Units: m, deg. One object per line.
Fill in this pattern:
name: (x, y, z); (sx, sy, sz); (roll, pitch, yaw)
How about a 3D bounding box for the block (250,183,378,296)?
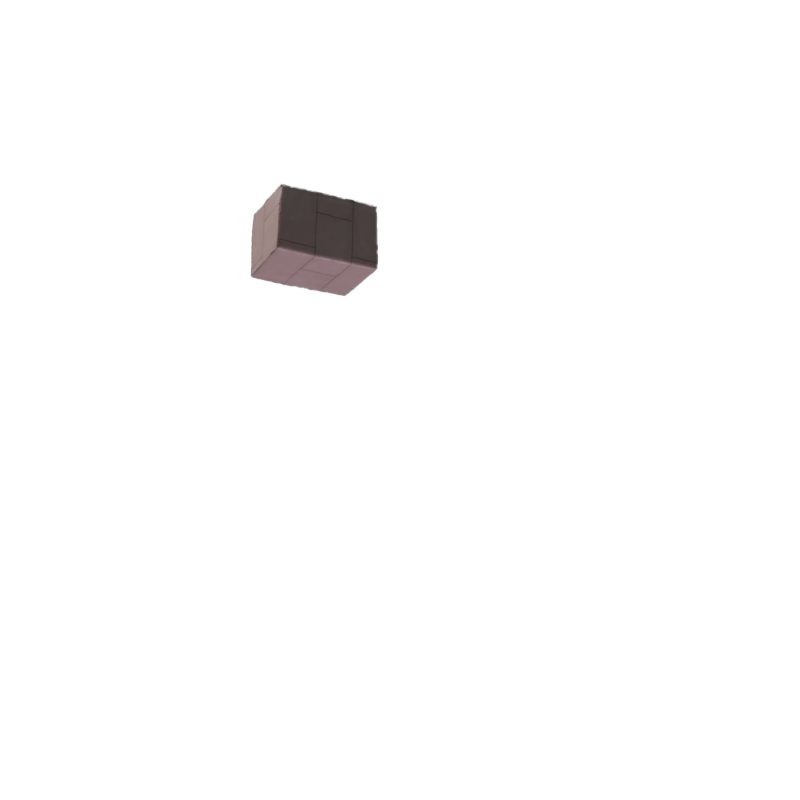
block: (-0.061, -0.112, 0.785); (0.075, 0.054, 0.052); (10, -26, -25)
